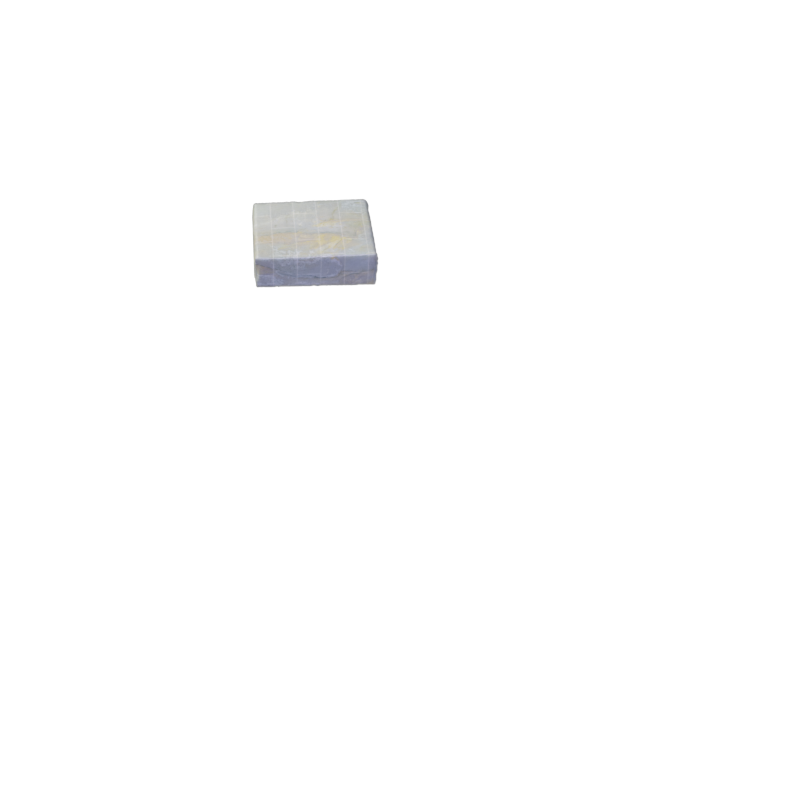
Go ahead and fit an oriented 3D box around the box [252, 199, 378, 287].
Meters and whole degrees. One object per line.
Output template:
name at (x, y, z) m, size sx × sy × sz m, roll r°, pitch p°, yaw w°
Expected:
box at (-0.064, -0.117, 0.819) m, size 0.089 × 0.028 × 0.079 m, roll -3°, pitch 40°, yaw -4°
